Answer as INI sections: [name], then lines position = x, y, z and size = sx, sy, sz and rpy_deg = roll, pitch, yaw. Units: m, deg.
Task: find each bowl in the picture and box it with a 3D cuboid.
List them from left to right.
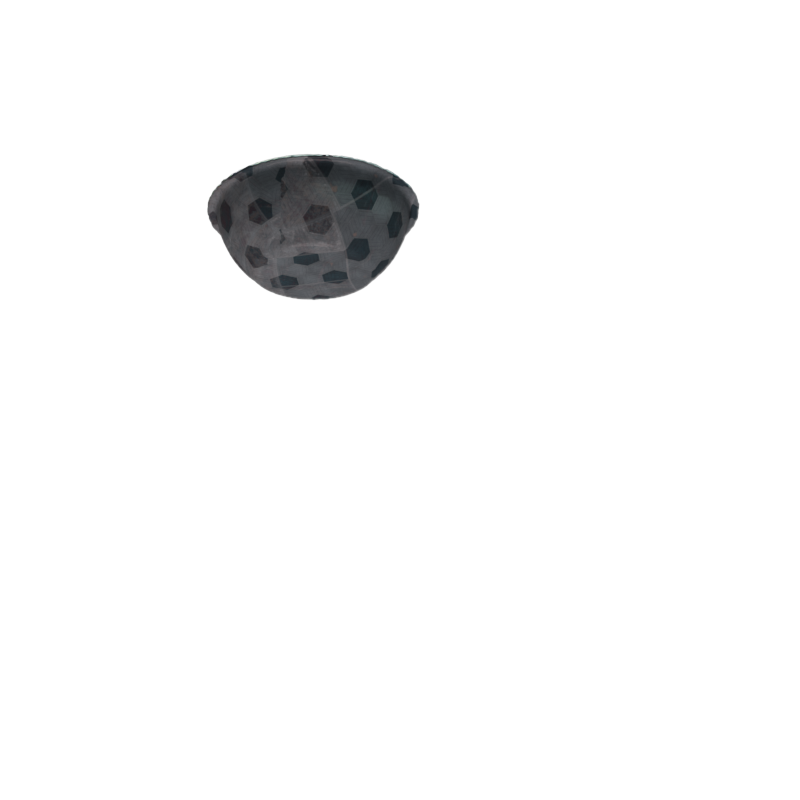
[bowl]
position = -0.065, -0.119, 0.834
size = 0.162, 0.058, 0.154
rpy_deg = 1, -22, -2
